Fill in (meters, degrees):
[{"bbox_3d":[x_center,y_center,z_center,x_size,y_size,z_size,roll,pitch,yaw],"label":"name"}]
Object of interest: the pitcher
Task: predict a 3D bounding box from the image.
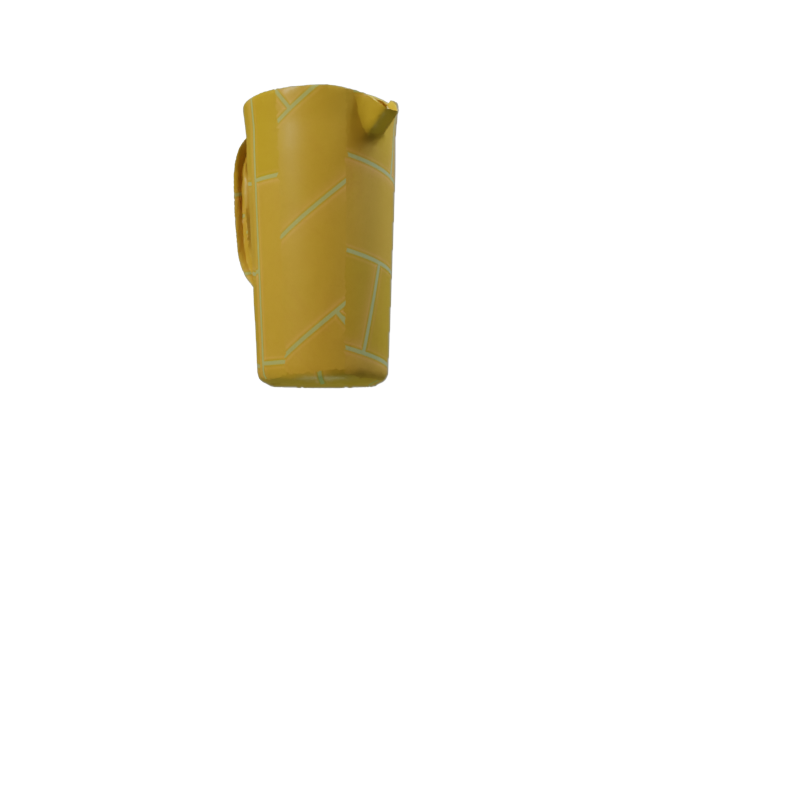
[{"bbox_3d":[-0.073,-0.134,0.936,0.145,0.248,0.146,0,-7,-2],"label":"pitcher"}]
